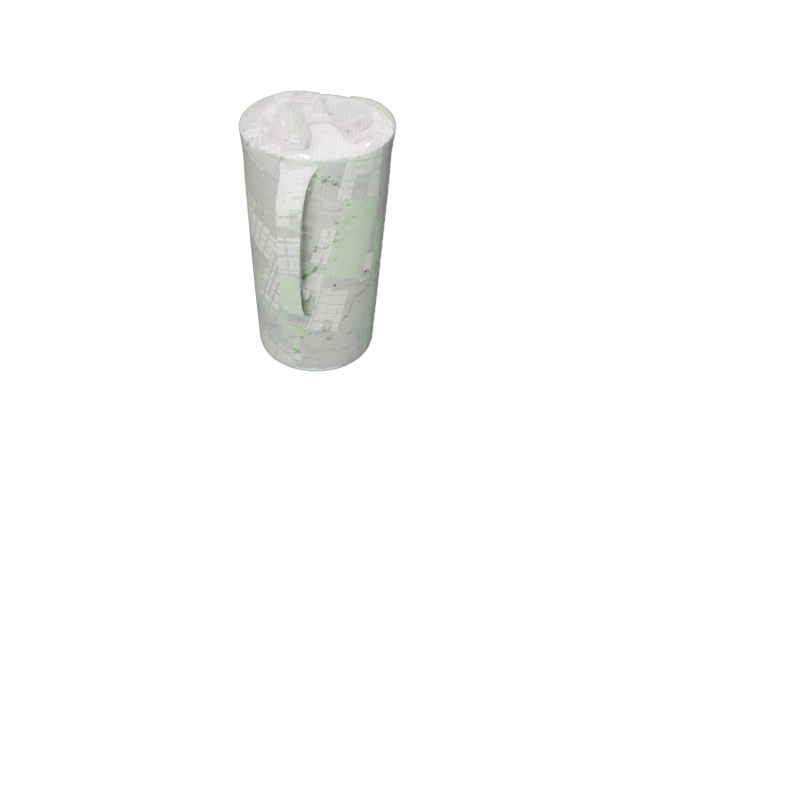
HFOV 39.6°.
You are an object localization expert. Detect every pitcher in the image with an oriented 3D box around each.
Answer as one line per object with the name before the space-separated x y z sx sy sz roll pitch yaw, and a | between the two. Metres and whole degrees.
pitcher | -0.078 -0.142 0.992 0.148 0.227 0.156 -22 43 -29
